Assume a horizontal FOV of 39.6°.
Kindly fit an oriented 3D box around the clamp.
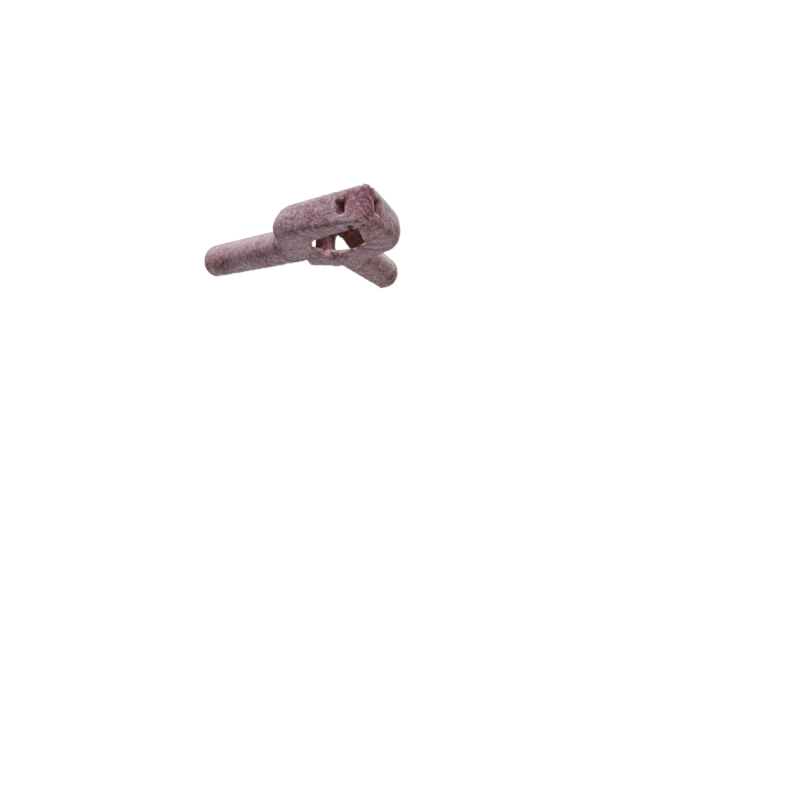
[{"bbox_3d":[-0.067,-0.122,0.854,0.163,0.037,0.207,1,-7,-9],"label":"clamp"}]
